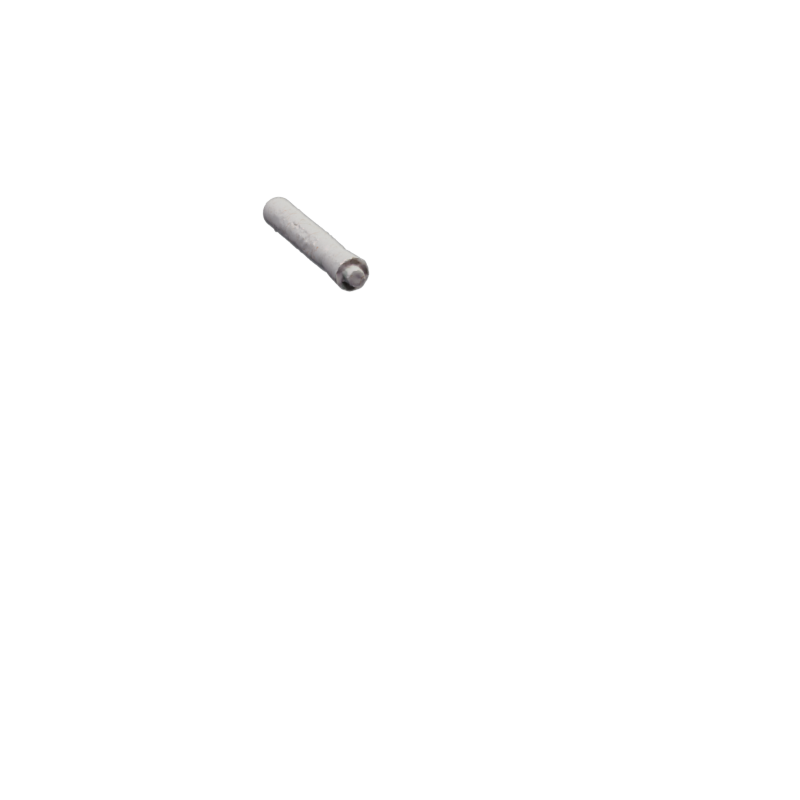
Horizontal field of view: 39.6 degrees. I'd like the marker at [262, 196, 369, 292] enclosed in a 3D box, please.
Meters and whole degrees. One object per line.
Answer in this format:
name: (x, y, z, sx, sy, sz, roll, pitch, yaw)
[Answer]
marker: (-0.048, -0.087, 0.612, 0.019, 0.019, 0.129, -2, 24, -25)
